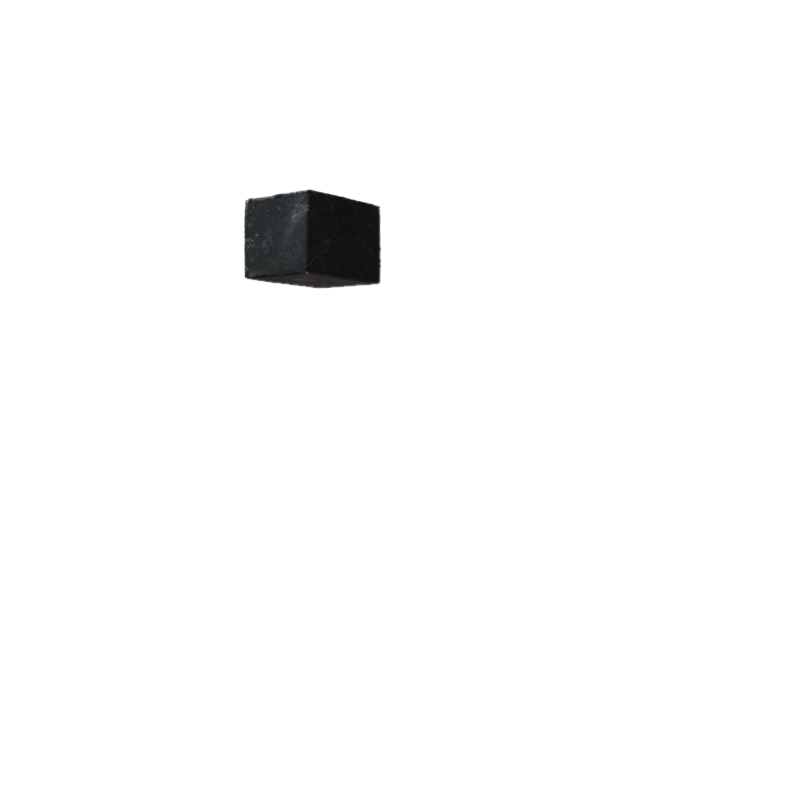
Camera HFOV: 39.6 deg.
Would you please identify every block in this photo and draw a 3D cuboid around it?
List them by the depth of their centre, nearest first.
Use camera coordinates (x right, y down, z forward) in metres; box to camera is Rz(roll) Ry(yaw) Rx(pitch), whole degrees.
[{"bbox_3d":[-0.055,-0.100,0.698,0.054,0.052,0.074,-3,-3,35],"label":"block"}]
